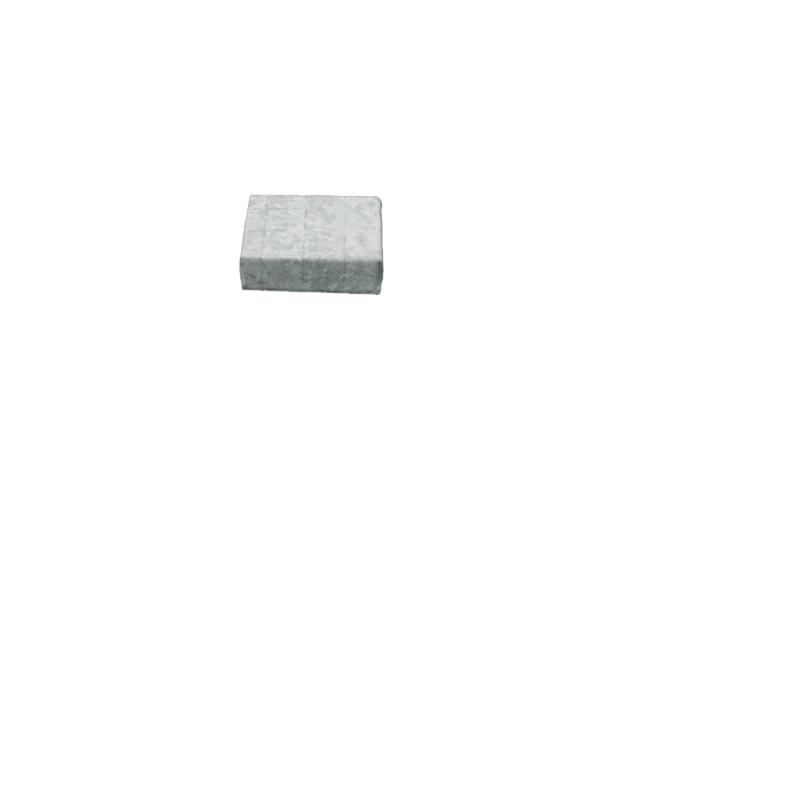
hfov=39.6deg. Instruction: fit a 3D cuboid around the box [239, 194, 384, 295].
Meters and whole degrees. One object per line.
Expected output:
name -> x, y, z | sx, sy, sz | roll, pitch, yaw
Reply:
box -> -0.055, -0.101, 0.708 | 0.089, 0.028, 0.078 | 1, 39, 0
